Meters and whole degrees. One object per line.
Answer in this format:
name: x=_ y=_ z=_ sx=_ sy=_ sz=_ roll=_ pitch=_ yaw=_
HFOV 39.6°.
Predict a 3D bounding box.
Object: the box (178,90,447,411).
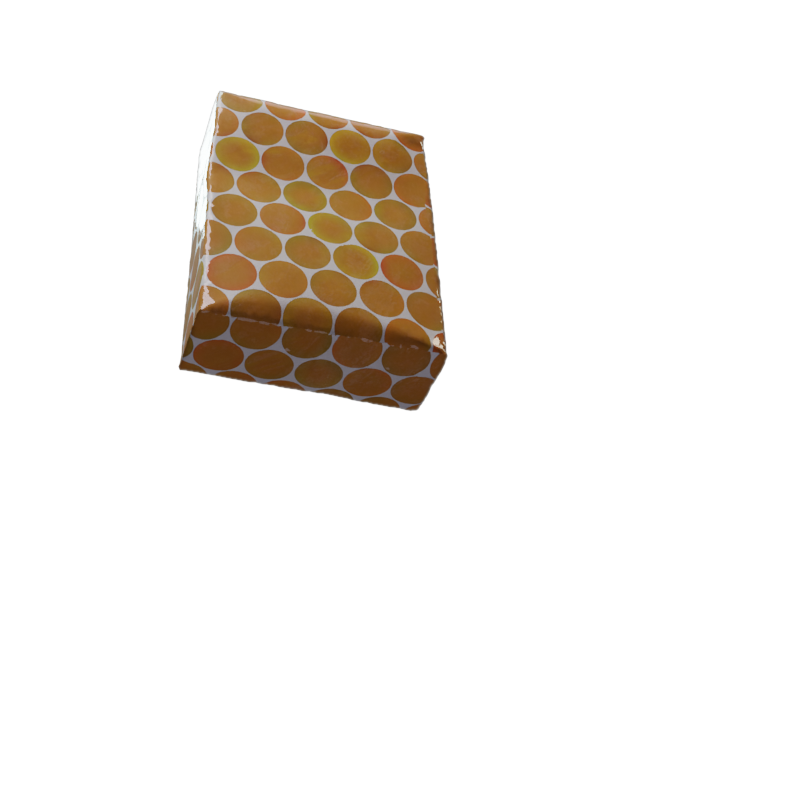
box: x=-0.060 y=-0.109 z=0.765 sx=0.160 sy=0.229 sz=0.068 roll=9 pitch=-41 yaw=-14
